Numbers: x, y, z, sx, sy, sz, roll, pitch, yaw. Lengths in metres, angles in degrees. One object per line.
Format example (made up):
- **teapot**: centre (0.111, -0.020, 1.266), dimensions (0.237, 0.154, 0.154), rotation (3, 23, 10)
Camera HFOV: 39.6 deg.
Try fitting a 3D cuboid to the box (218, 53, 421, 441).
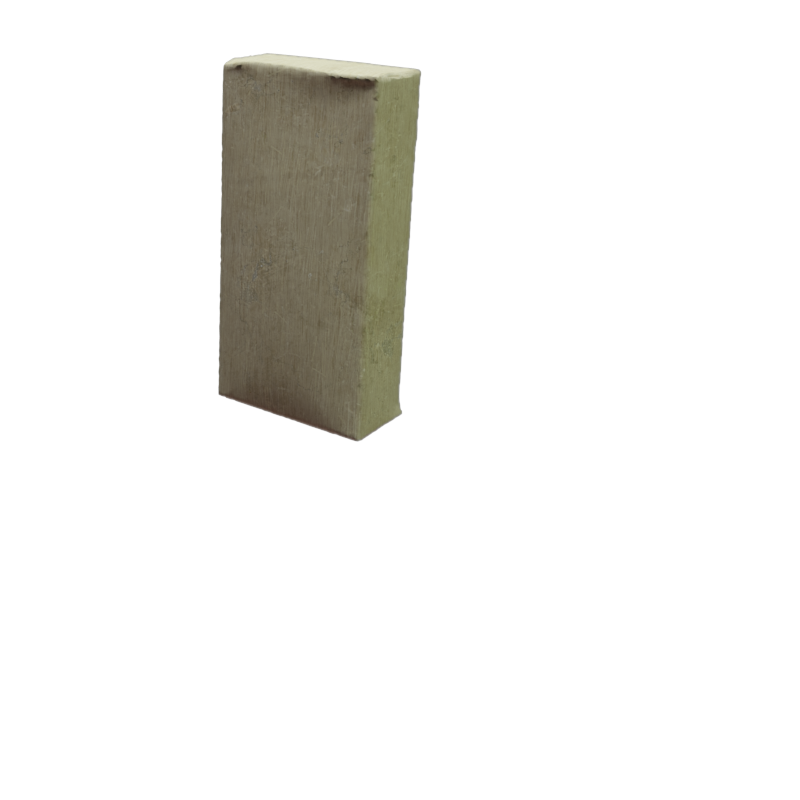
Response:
- **box**: centre (-0.043, -0.078, 0.546), dimensions (0.098, 0.169, 0.048), rotation (13, 21, 32)
